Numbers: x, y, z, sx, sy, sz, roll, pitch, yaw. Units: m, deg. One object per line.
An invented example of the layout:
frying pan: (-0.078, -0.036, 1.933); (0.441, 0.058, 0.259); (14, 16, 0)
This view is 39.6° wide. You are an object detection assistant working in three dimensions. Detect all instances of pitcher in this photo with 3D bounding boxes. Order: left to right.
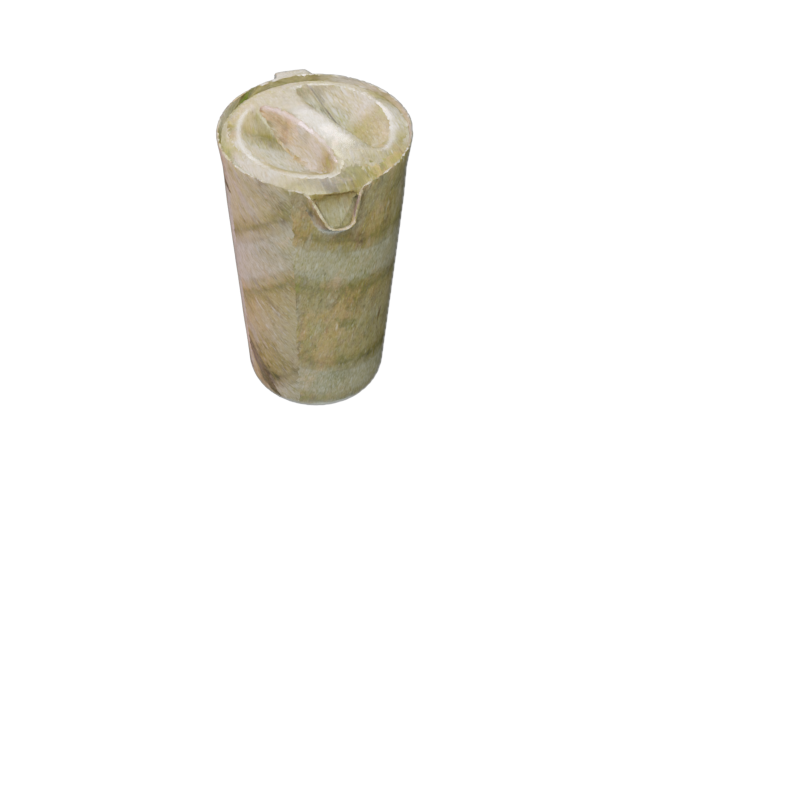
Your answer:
pitcher: (-0.065, -0.119, 0.833); (0.151, 0.226, 0.153); (24, 50, 19)
